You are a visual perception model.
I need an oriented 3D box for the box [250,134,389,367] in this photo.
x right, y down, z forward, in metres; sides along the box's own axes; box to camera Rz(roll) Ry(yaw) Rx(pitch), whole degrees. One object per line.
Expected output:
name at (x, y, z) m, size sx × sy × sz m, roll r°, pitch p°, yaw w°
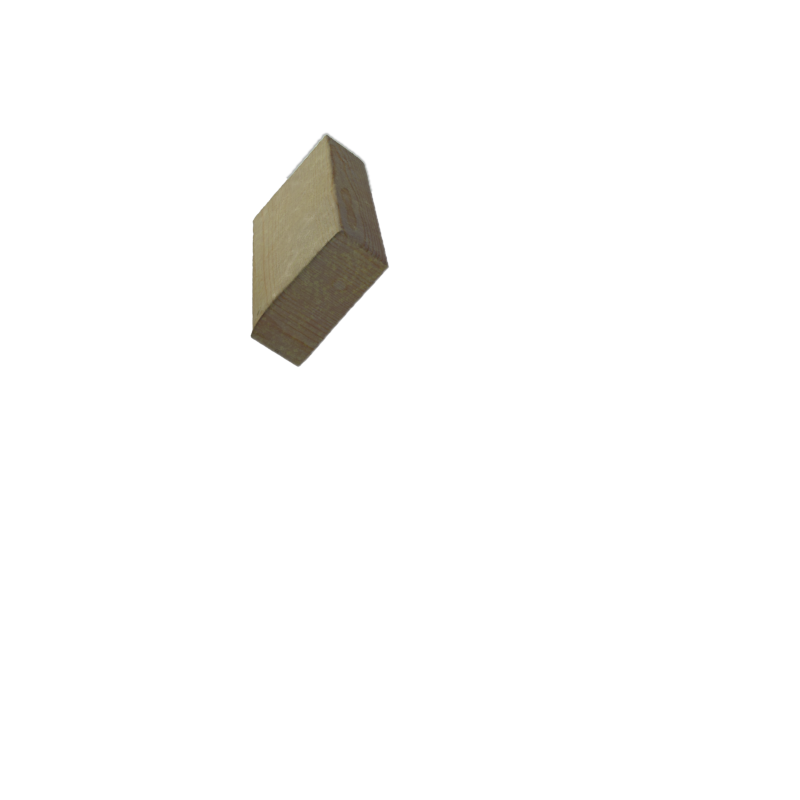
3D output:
box at (-0.059, -0.107, 0.753) m, size 0.046 × 0.092 × 0.187 m, roll 36°, pitch 21°, yaw -22°
